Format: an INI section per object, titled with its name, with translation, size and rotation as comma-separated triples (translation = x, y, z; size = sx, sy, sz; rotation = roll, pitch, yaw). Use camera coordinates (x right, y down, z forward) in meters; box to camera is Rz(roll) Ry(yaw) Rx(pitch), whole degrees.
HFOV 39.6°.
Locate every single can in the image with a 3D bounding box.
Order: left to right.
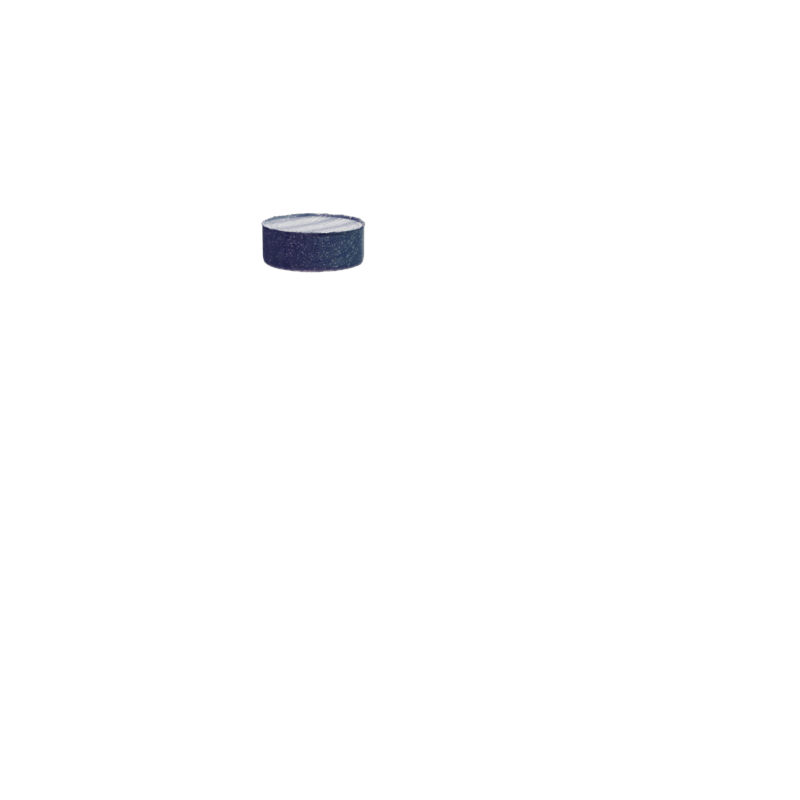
[can]
translation = -0.072, -0.131, 0.919
size = 0.086, 0.032, 0.089
rotation = -1, 18, -2
